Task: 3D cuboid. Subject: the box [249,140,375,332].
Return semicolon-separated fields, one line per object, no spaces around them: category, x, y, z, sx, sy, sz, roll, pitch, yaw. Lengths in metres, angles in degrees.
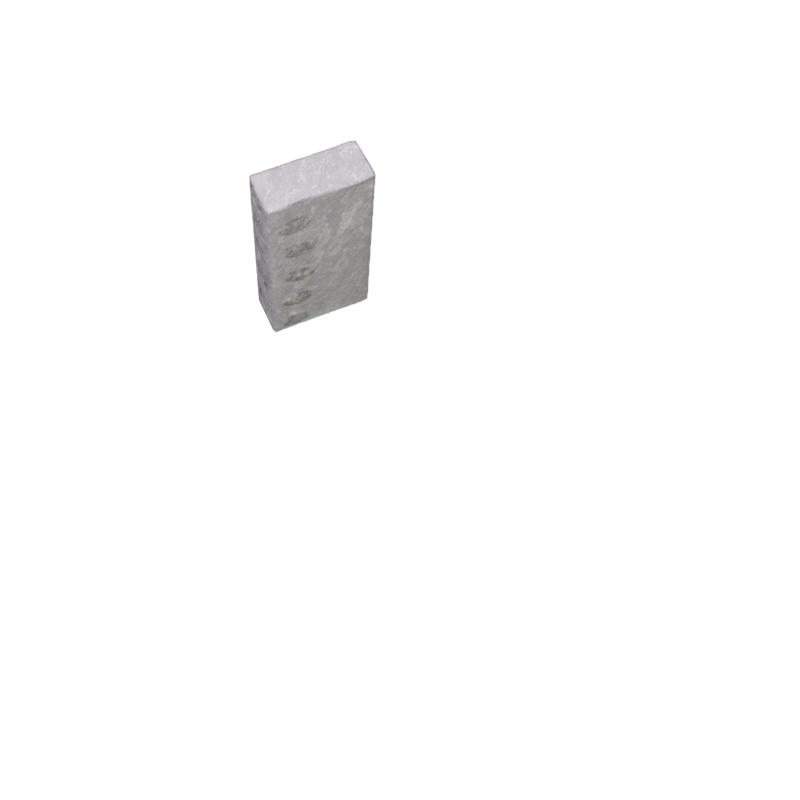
box;-0.072;-0.130;0.913;0.093;0.051;0.166;-21;-24;-14
